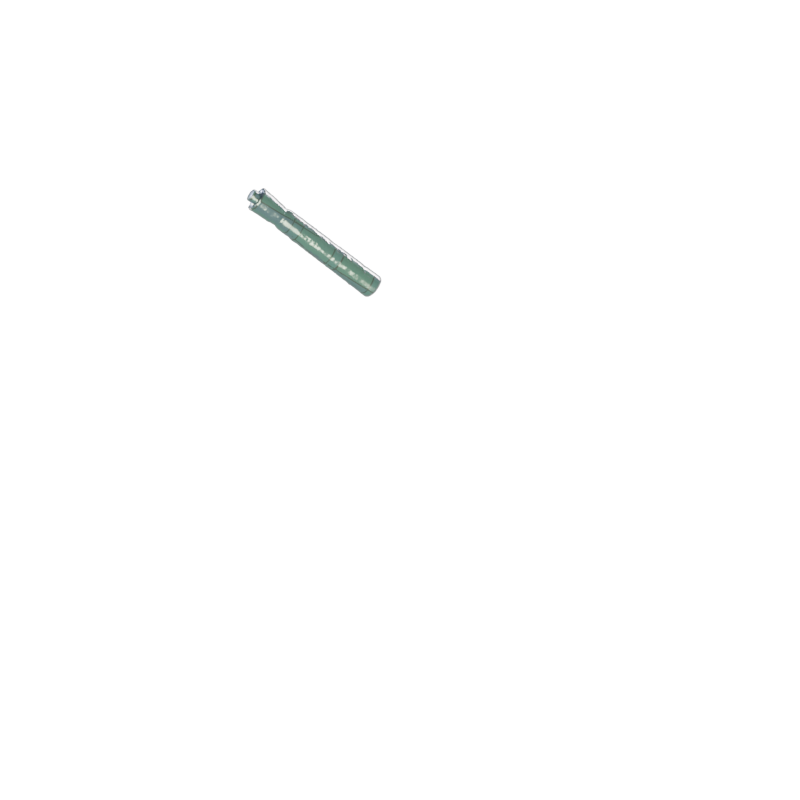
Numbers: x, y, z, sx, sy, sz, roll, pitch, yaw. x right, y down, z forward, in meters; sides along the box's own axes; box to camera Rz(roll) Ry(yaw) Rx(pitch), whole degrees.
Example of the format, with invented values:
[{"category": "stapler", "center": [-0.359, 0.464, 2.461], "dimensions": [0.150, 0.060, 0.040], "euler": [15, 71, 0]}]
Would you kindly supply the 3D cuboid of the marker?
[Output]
[{"category": "marker", "center": [-0.064, -0.117, 0.821], "dimensions": [0.115, 0.020, 0.020], "euler": [36, -11, -20]}]
